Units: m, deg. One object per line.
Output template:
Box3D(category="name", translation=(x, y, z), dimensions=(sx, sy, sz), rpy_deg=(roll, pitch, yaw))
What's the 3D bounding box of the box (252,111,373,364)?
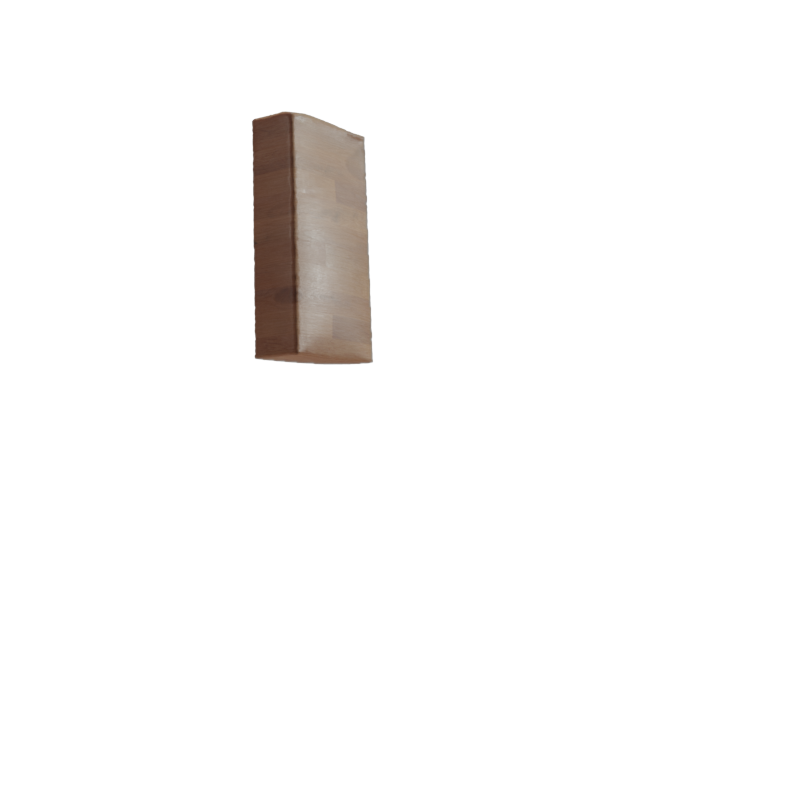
Box3D(category="box", translation=(-0.063, -0.116, 0.812), dimensions=(0.049, 0.180, 0.089), rpy_deg=(-7, -11, 35))
